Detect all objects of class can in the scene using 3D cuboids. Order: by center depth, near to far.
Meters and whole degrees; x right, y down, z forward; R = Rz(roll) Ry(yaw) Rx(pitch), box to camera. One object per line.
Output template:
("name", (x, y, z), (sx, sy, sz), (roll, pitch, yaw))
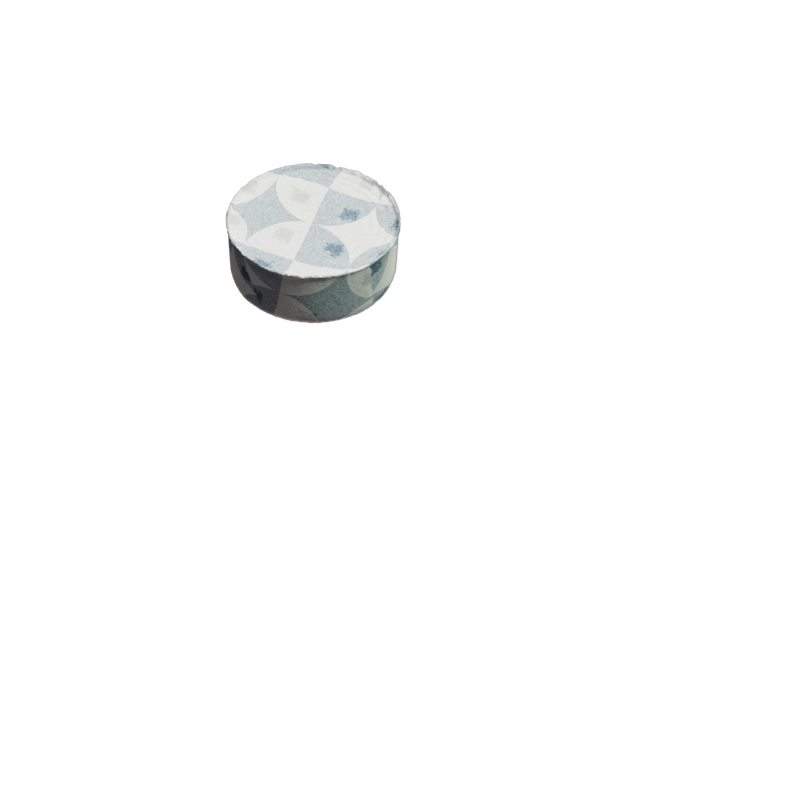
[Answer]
("can", (-0.043, -0.079, 0.552), (0.086, 0.092, 0.031), (-1, -44, -1))
